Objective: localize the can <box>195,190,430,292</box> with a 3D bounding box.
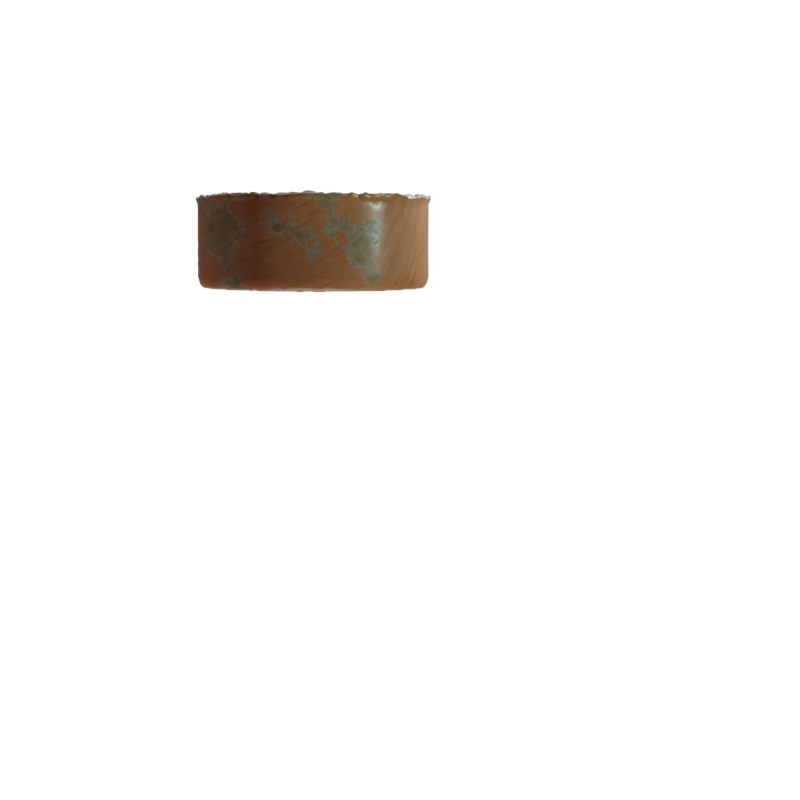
[{"bbox_3d":[-0.032,-0.058,0.406,0.086,0.033,0.087,0,7,-2],"label":"can"}]
